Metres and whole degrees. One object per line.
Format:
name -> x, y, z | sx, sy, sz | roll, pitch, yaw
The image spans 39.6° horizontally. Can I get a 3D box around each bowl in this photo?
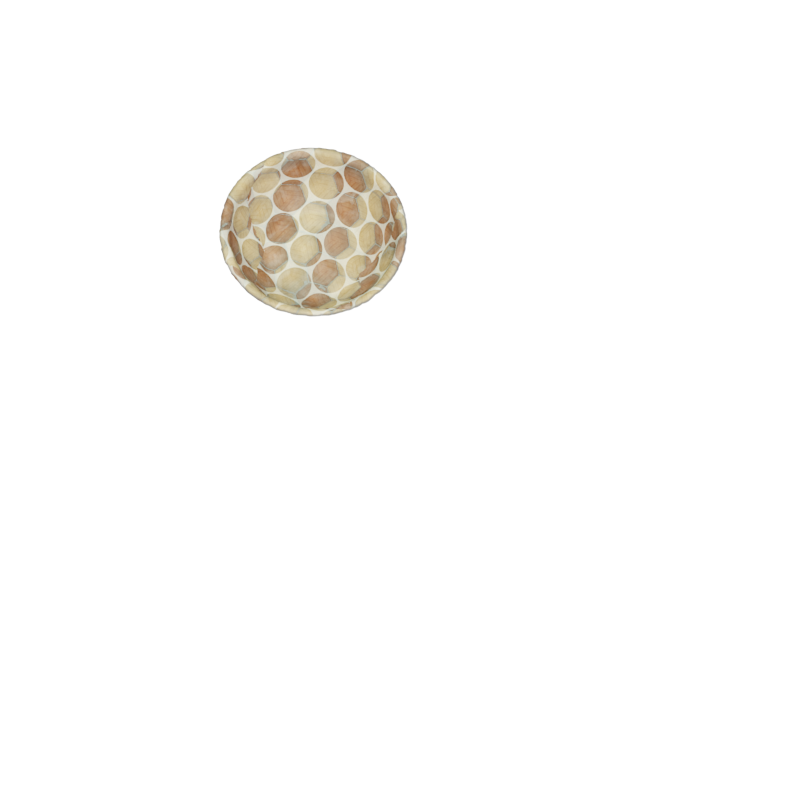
bowl -> -0.076, -0.139, 0.972 | 0.162, 0.171, 0.052 | -1, -24, -1
